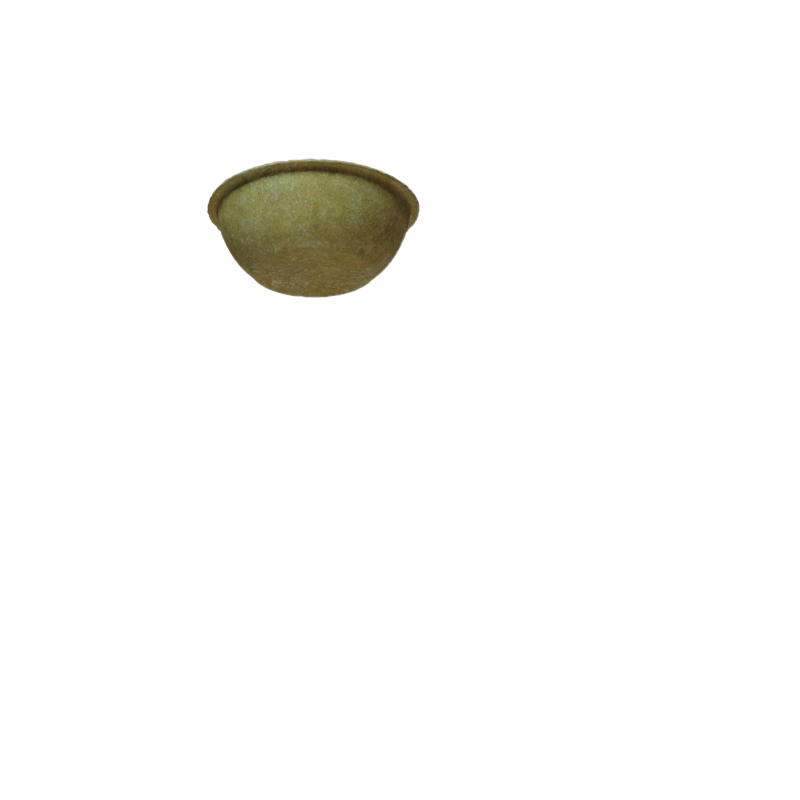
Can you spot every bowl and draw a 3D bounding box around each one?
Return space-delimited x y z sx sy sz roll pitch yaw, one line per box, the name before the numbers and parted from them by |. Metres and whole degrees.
bowl | -0.065 -0.119 0.836 0.162 0.058 0.154 0 -19 -2
